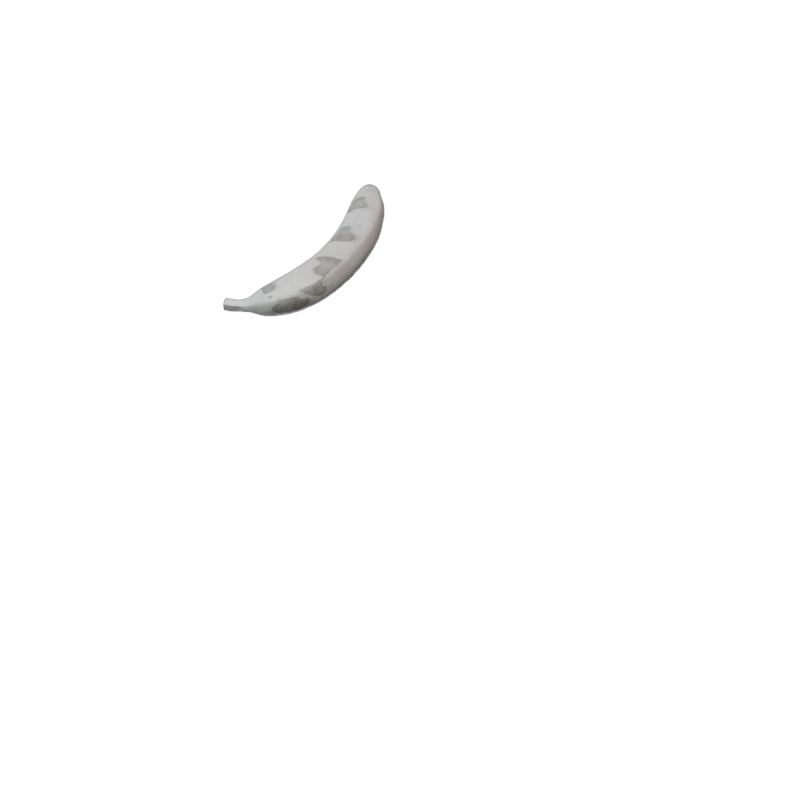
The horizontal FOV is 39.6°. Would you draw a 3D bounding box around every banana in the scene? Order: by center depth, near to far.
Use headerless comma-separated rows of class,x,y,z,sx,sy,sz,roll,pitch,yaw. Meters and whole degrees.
banana,-0.066,-0.129,0.983,0.074,0.034,0.200,32,56,24
